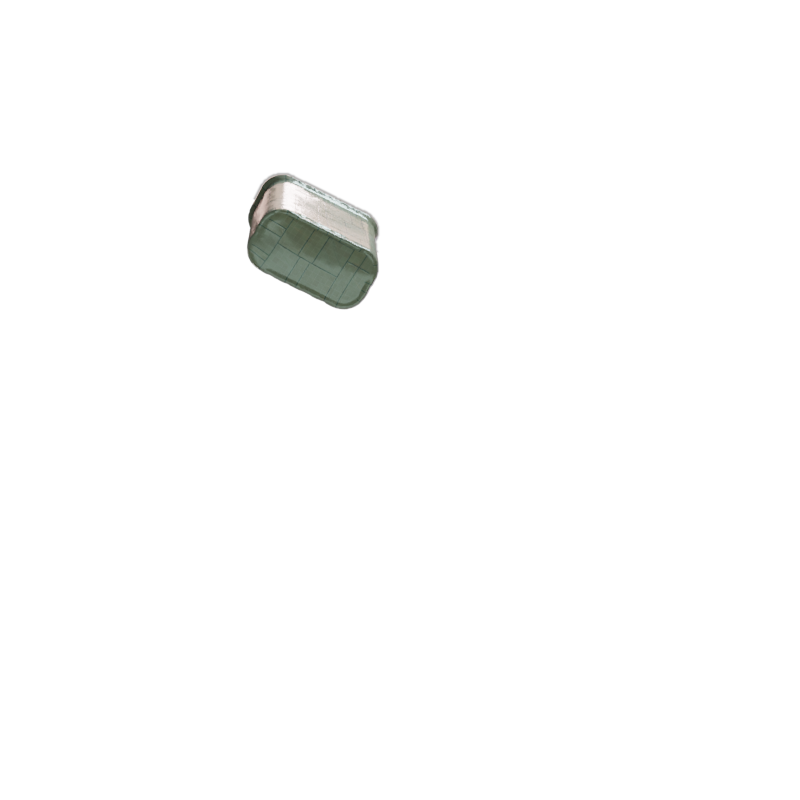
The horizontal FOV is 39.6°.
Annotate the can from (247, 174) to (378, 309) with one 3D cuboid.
[{"bbox_3d":[-0.066,-0.120,0.844,0.100,0.056,0.088,25,21,-12],"label":"can"}]
